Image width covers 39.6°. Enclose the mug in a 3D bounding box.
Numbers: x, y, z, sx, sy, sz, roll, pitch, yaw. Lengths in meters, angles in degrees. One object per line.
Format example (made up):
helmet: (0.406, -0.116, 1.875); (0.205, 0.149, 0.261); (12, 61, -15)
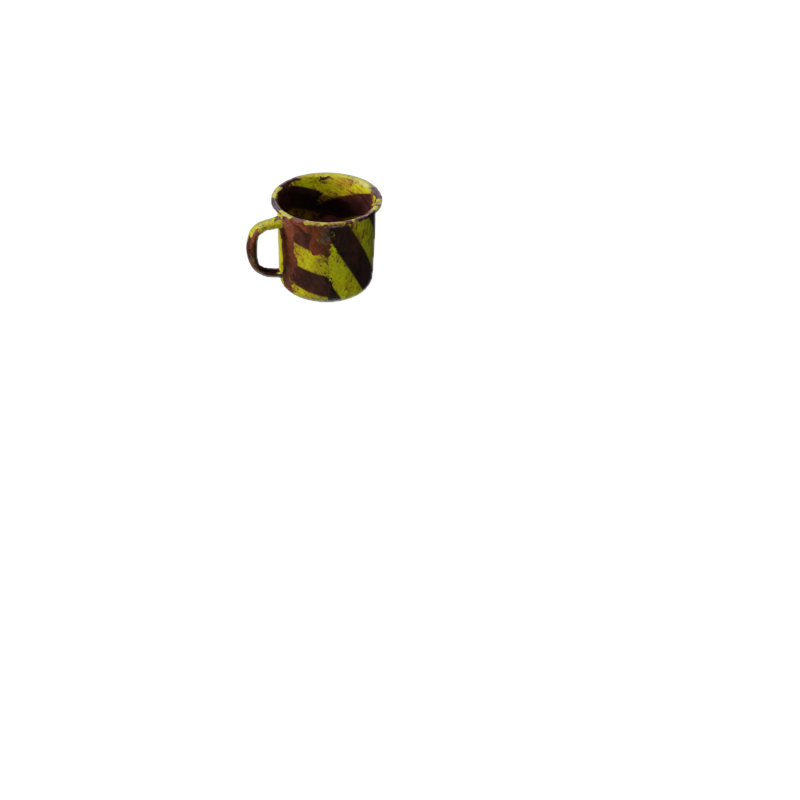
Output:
mug: (-0.074, -0.134, 0.939); (0.115, 0.076, 0.101); (-14, 38, -20)
